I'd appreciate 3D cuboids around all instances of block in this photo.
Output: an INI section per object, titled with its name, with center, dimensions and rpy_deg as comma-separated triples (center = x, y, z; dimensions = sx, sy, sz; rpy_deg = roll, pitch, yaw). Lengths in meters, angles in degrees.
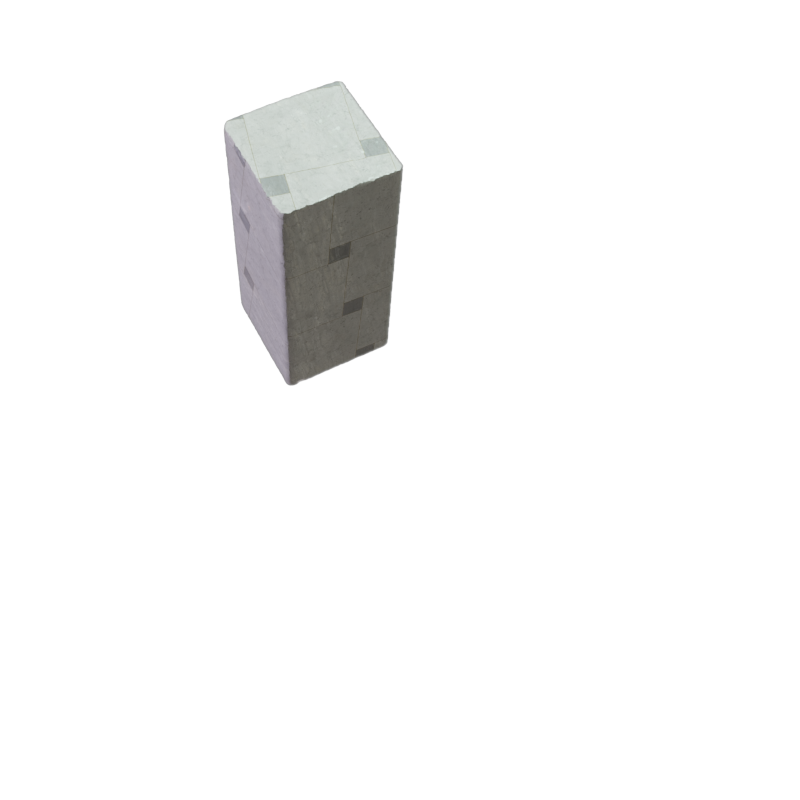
[block]
center = -0.062, -0.113, 0.789
dimensions = 0.090, 0.097, 0.193
rpy_deg = -23, -28, -17
